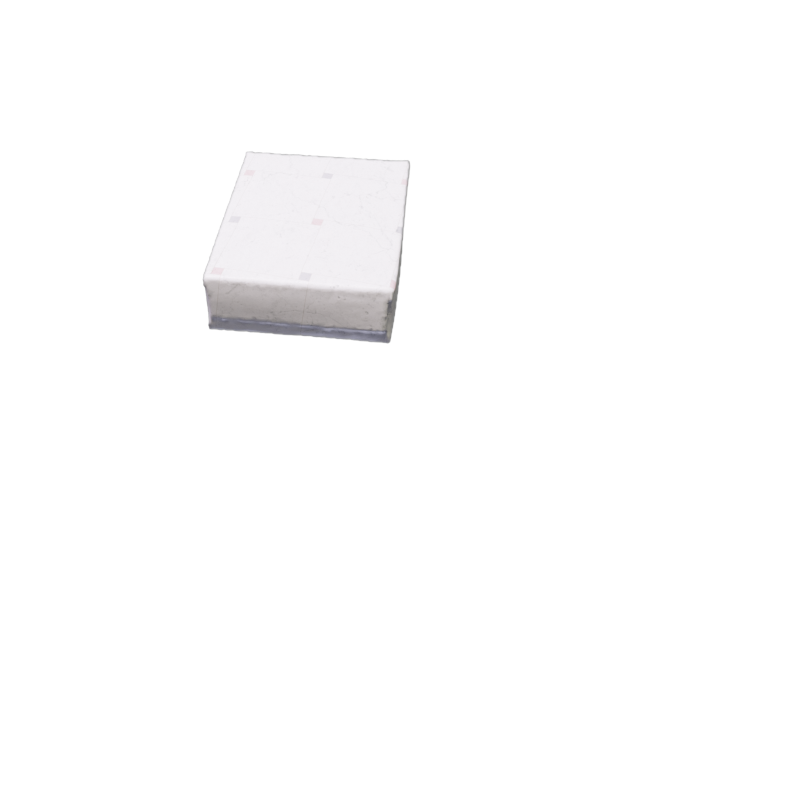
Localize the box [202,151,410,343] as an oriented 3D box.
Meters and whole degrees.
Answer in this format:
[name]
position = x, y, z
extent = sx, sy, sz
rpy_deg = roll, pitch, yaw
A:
[box]
position = -0.044, -0.080, 0.559
extent = 0.090, 0.036, 0.121
rpy_deg = 4, 40, 4
